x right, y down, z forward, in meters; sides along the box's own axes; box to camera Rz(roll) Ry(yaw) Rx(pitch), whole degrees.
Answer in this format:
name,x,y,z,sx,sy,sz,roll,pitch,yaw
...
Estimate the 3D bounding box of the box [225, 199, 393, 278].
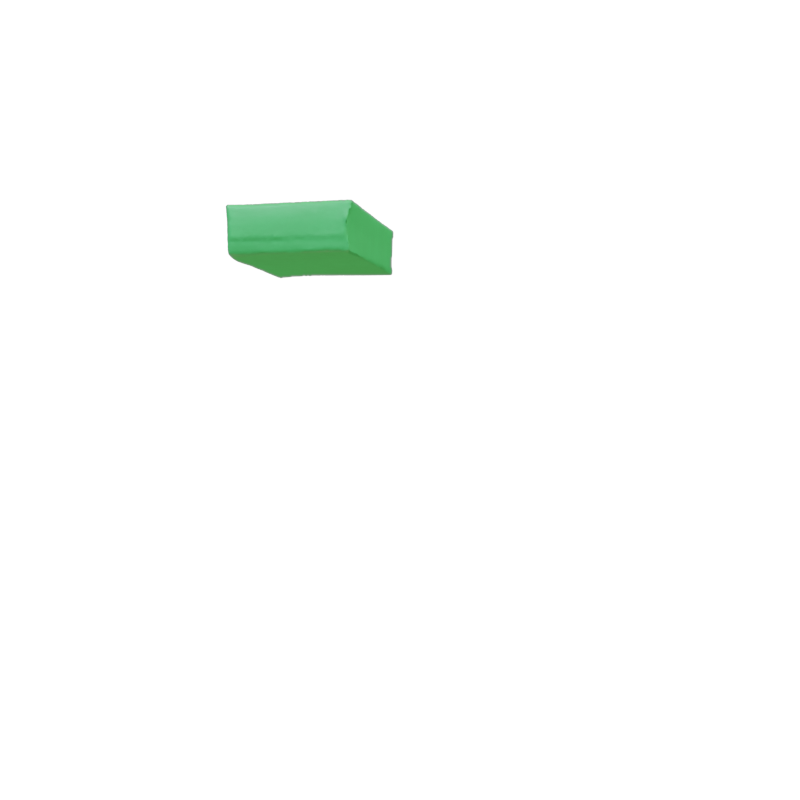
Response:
name,x,y,z,sx,sy,sz,roll,pitch,yaw
box,-0.061,-0.111,0.779,0.092,0.039,0.110,-1,-2,16
